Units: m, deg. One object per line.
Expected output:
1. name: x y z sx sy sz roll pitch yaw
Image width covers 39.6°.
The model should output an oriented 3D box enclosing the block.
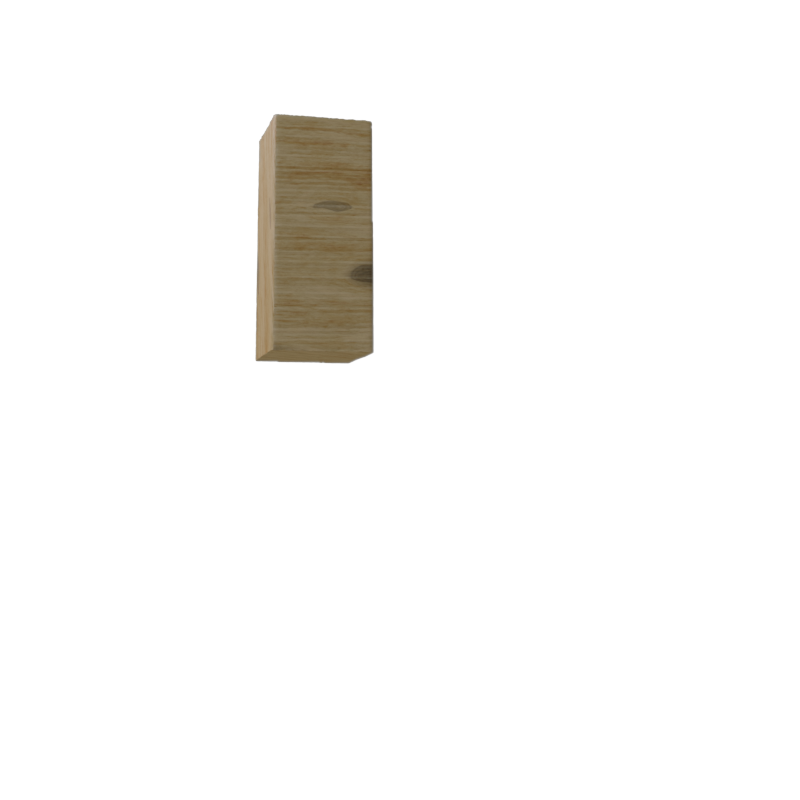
1. block: -0.077 -0.141 0.989 0.089 0.212 0.089 2 -11 -14
